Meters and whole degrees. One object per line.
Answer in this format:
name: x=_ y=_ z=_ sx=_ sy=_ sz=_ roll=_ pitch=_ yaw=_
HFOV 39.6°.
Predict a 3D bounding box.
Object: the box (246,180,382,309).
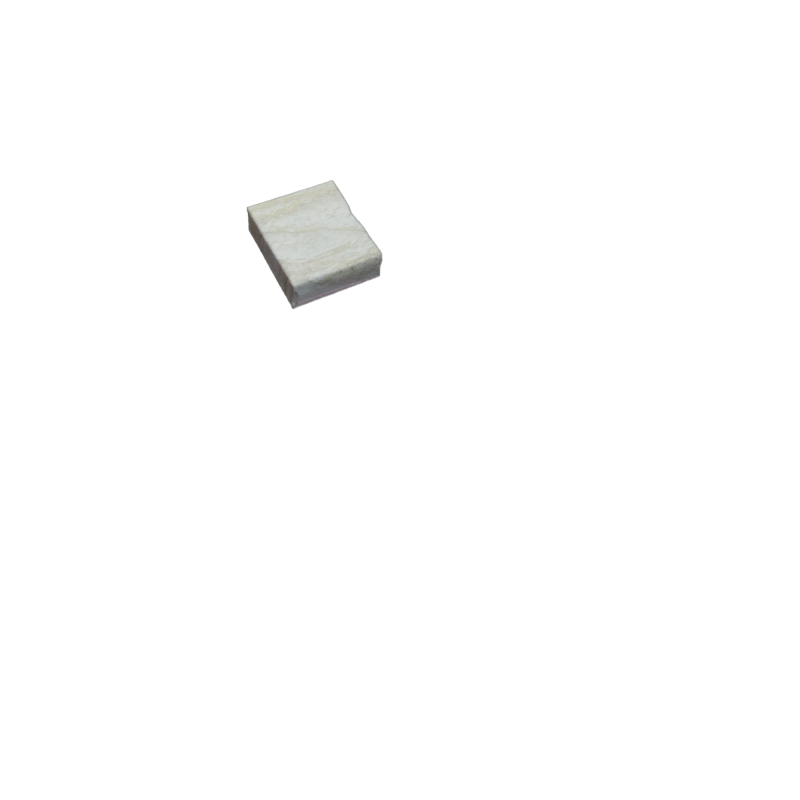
box: x=-0.065 y=-0.119 z=0.832 sx=0.072 sy=0.096 sz=0.028 roll=-20 pitch=-36 yaw=-16
